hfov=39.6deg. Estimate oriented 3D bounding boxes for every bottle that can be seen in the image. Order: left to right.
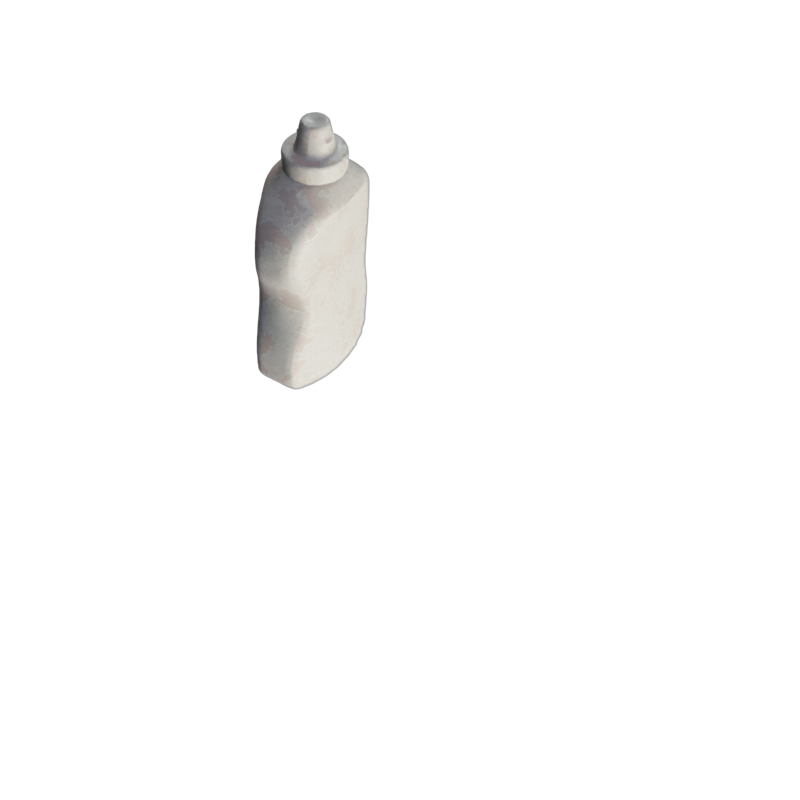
[{"bbox_3d":[-0.055,-0.102,0.713,0.061,0.179,0.098,26,49,20],"label":"bottle"}]
